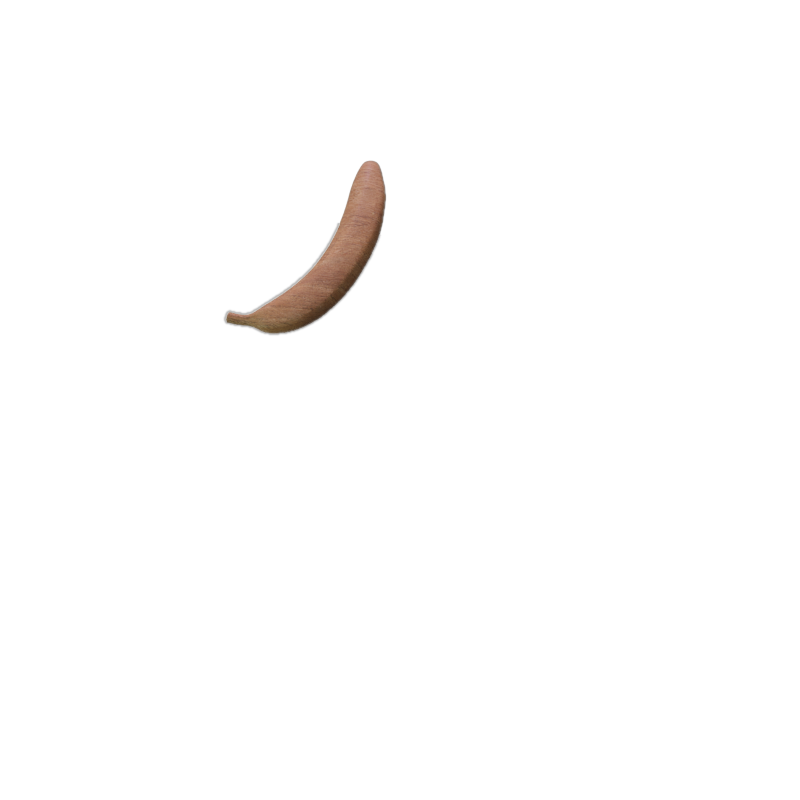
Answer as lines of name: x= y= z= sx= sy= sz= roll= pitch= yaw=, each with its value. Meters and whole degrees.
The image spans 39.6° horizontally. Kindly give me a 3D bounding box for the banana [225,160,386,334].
banana: x=-0.065 y=-0.124 z=0.972 sx=0.071 sy=0.200 sz=0.035 roll=39 pitch=-13 yaw=9
